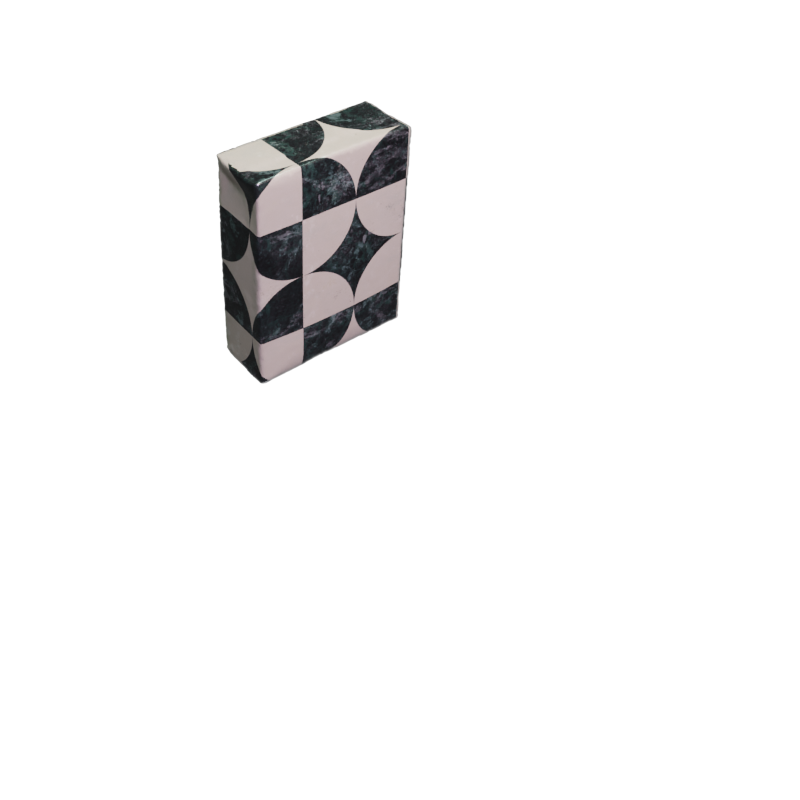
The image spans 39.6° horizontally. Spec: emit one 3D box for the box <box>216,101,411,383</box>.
[{"bbox_3d":[-0.078,-0.142,0.991,0.163,0.200,0.077,-26,46,-31],"label":"box"}]
